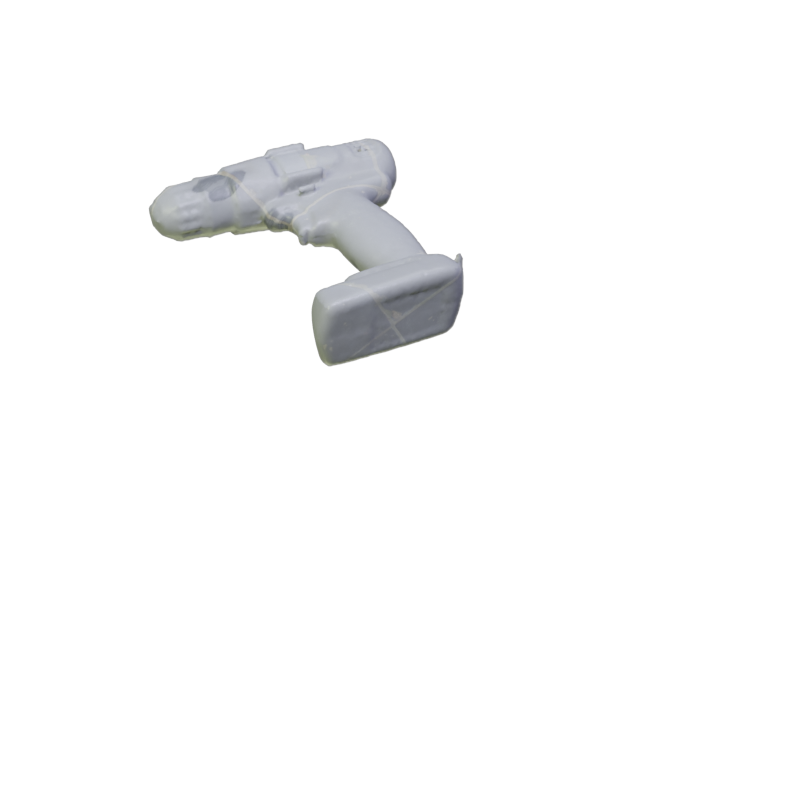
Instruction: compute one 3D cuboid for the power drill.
[{"bbox_3d":[-0.059,-0.107,0.747,0.182,0.053,0.203,-18,46,-18],"label":"power drill"}]
